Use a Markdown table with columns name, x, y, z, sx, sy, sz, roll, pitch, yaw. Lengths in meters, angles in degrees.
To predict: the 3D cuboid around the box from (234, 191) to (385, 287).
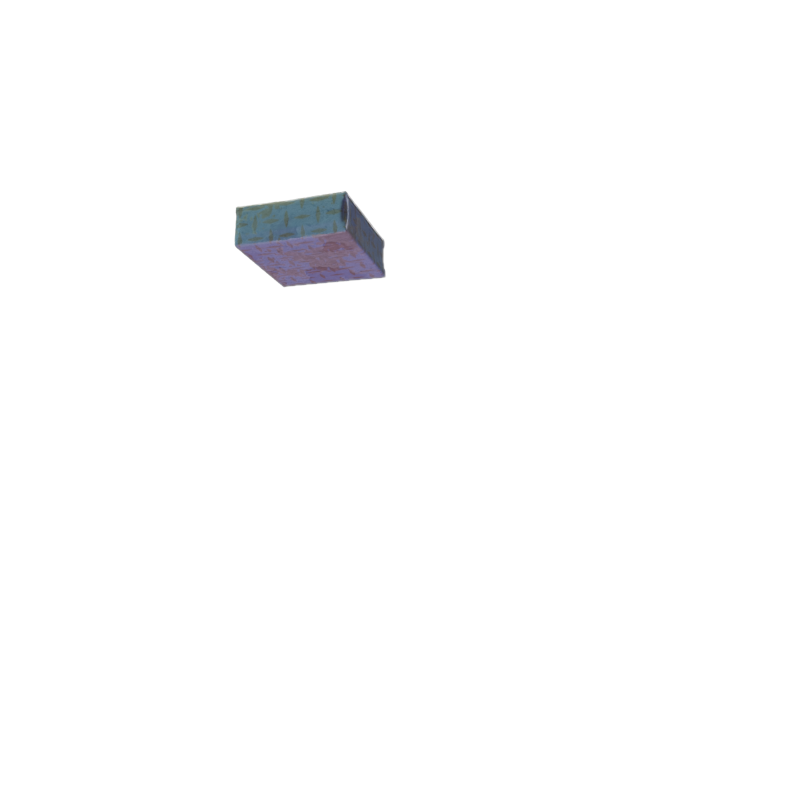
| name | x | y | z | sx | sy | sz | roll | pitch | yaw |
| --- | --- | --- | --- | --- | --- | --- | --- | --- | --- |
| box | -0.055 | -0.101 | 0.709 | 0.074 | 0.031 | 0.084 | -5 | -15 | 17 |
